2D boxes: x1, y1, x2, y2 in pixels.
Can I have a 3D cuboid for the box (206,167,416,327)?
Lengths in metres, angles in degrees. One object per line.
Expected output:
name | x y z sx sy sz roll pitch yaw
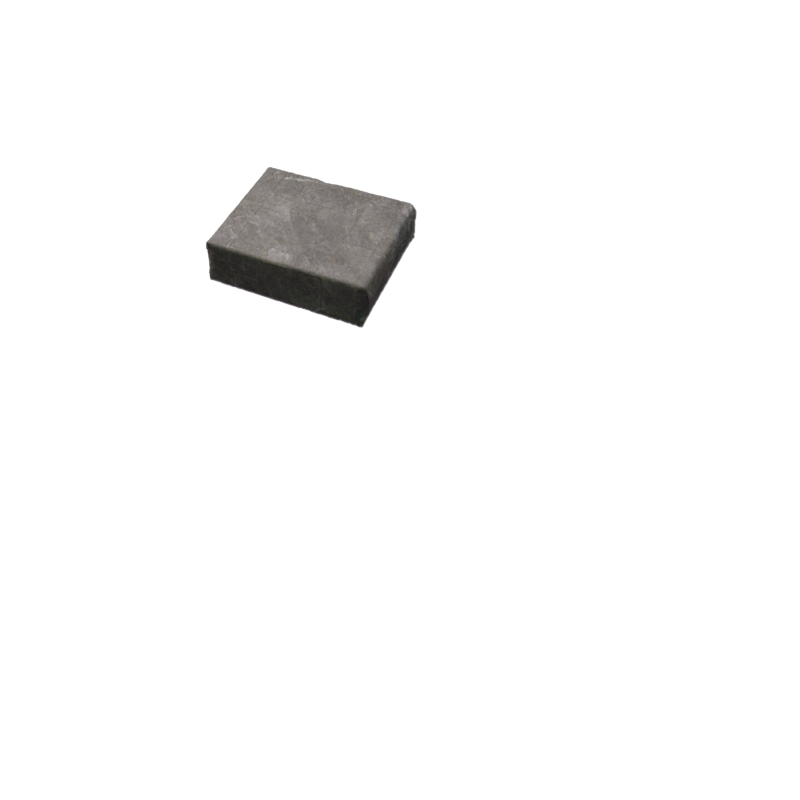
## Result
box | -0.045 -0.083 0.580 0.092 0.028 0.076 17 46 16
